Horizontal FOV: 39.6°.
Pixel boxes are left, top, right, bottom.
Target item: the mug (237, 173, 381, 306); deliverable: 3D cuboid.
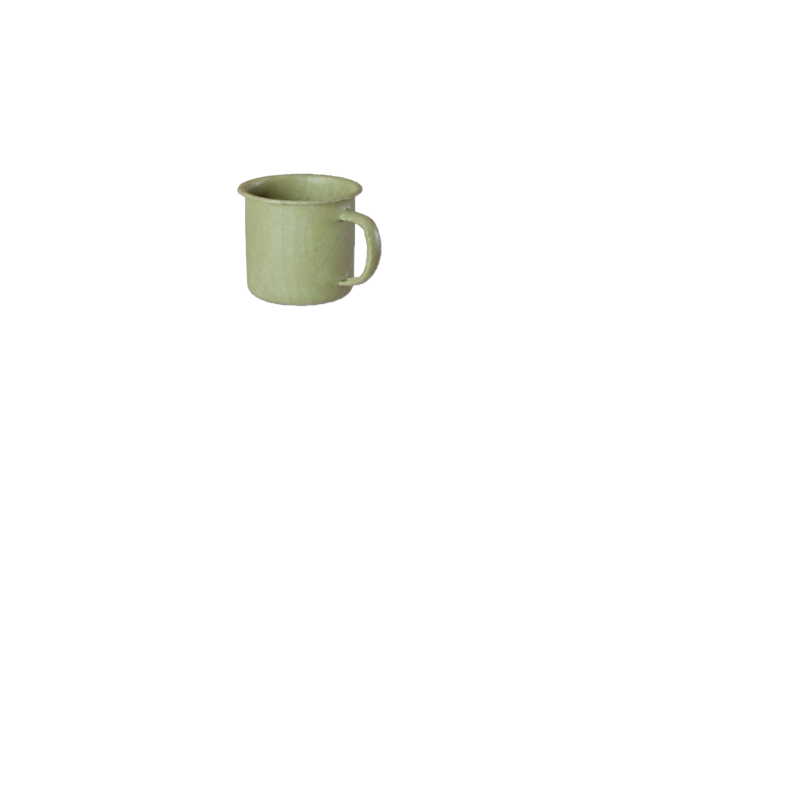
[{"bbox_3d":[-0.065,-0.118,0.825,0.123,0.078,0.093,13,24,30],"label":"mug"}]
